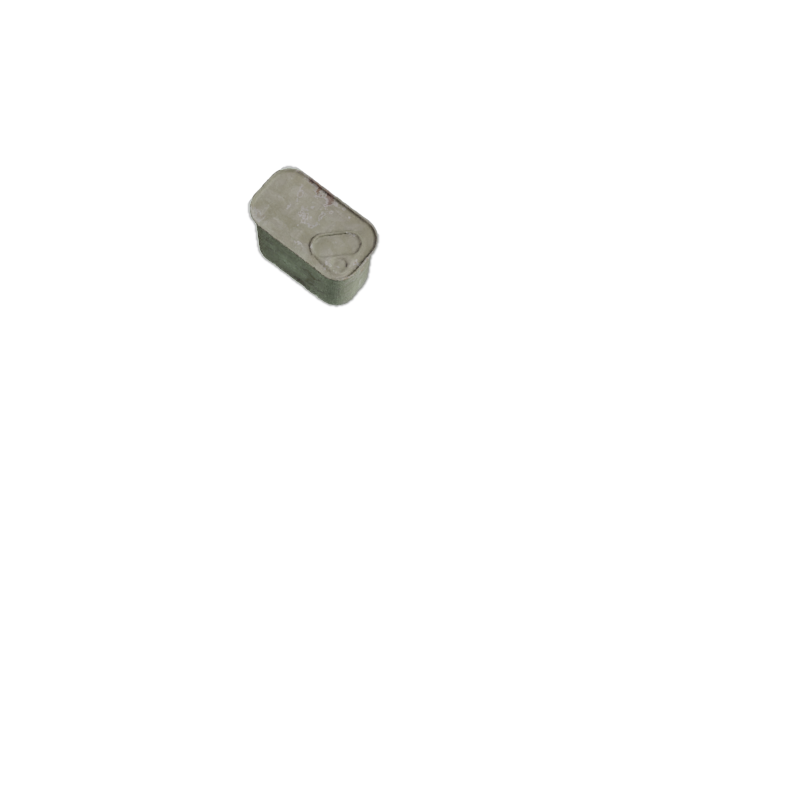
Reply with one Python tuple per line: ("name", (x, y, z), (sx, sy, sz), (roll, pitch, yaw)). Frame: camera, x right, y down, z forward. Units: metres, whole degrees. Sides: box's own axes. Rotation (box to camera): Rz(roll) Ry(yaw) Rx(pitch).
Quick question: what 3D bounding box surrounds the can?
("can", (-0.070, -0.127, 0.892), (0.105, 0.058, 0.080), (38, -14, 10))
